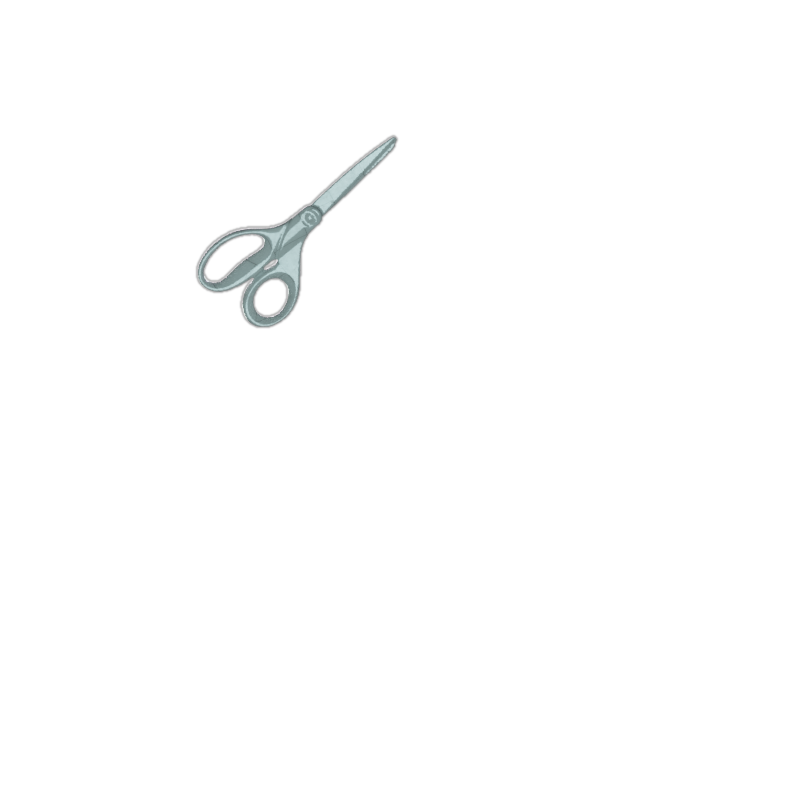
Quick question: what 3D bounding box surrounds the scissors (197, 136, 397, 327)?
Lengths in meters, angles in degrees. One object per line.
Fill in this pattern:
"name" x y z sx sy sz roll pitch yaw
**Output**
"scissors" -0.073 -0.132 0.927 0.202 0.094 0.016 -26 9 4
